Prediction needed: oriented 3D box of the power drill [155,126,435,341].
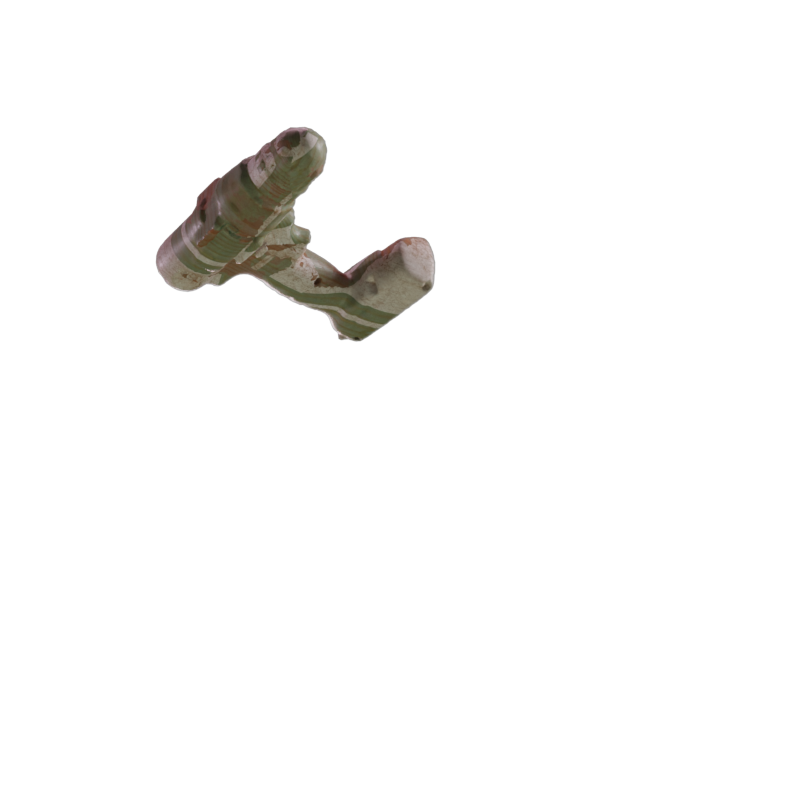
[{"bbox_3d":[-0.066,-0.120,0.841,0.177,0.061,0.183,24,-39,-32],"label":"power drill"}]
